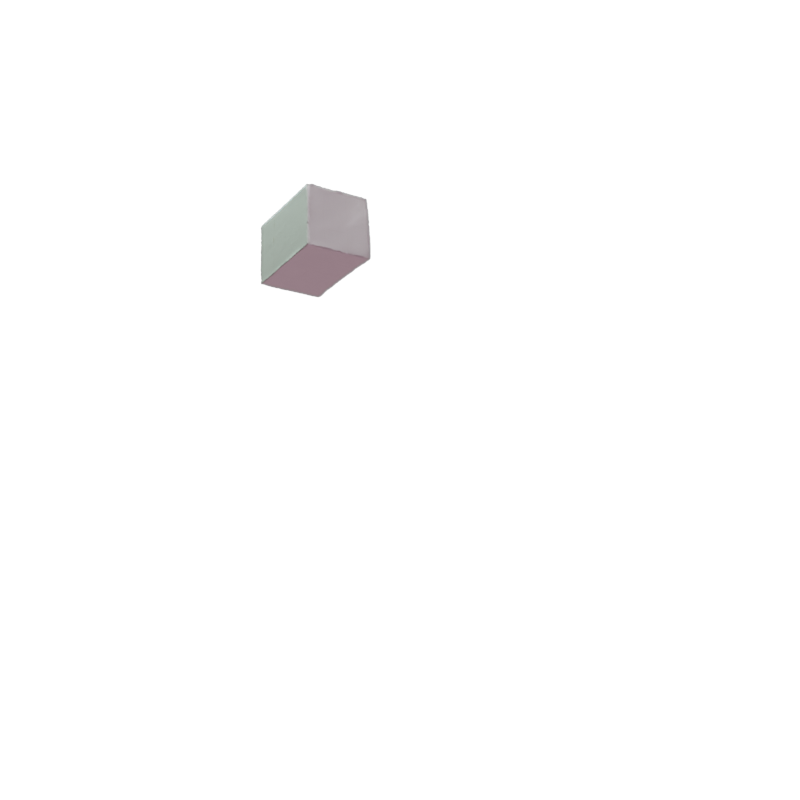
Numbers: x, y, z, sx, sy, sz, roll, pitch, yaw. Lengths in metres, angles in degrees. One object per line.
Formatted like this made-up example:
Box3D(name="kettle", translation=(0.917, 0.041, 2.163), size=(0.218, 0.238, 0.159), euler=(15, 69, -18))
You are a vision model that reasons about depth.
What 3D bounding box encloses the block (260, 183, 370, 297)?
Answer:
Box3D(name="block", translation=(-0.064, -0.117, 0.821), size=(0.050, 0.054, 0.077), euler=(13, -26, -30))
